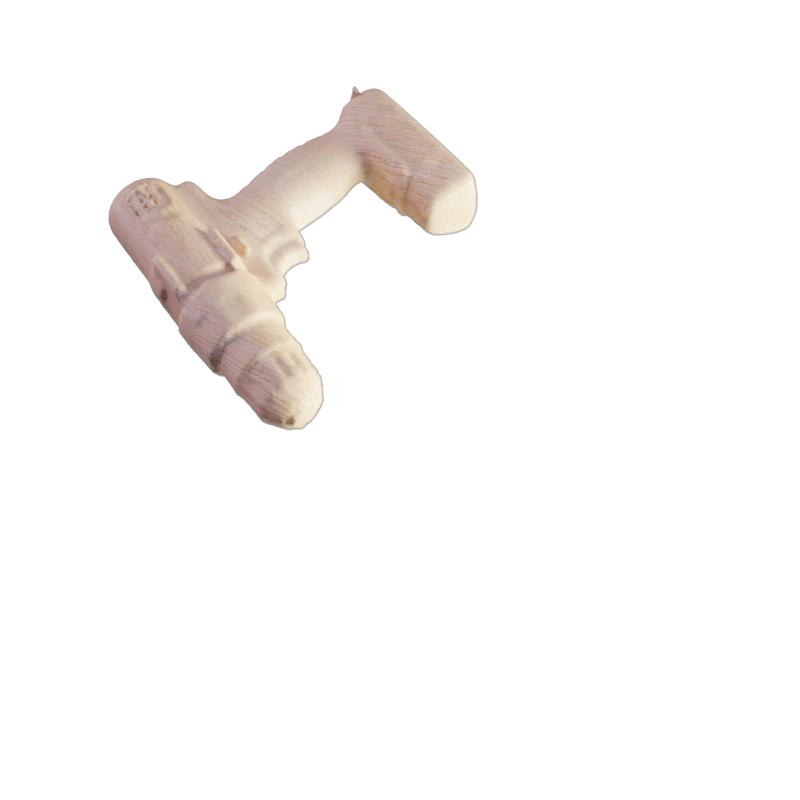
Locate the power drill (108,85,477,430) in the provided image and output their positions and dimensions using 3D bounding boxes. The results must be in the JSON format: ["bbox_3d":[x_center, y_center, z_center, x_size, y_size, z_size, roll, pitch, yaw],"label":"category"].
[{"bbox_3d":[-0.050,-0.091,0.635,0.188,0.197,0.054,-31,-29,-20],"label":"power drill"}]
